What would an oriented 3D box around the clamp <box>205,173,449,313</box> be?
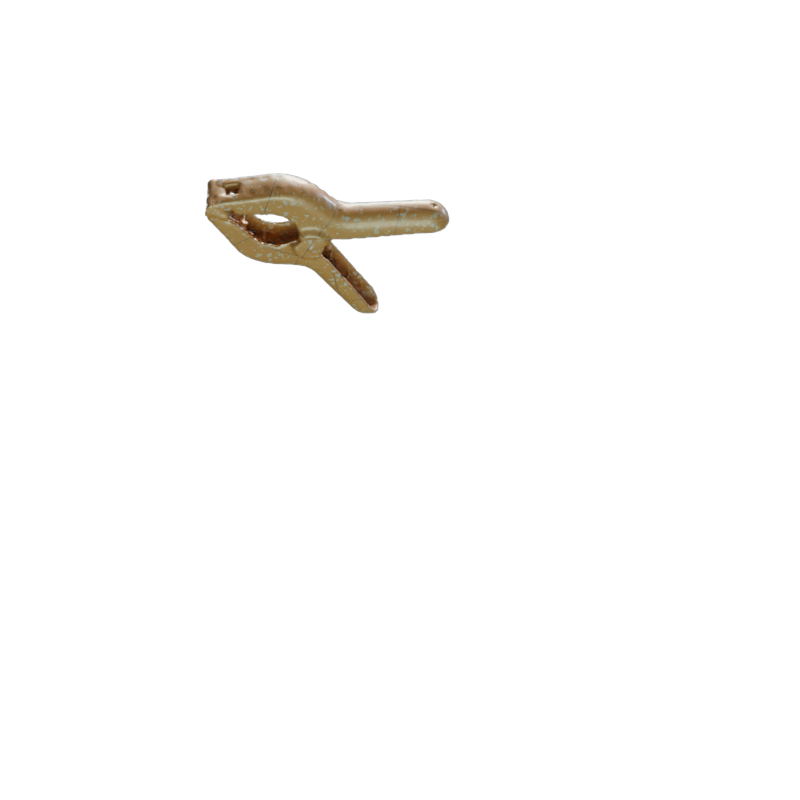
[{"bbox_3d":[-0.063,-0.115,0.808,0.168,0.042,0.114,13,-47,-12],"label":"clamp"}]
